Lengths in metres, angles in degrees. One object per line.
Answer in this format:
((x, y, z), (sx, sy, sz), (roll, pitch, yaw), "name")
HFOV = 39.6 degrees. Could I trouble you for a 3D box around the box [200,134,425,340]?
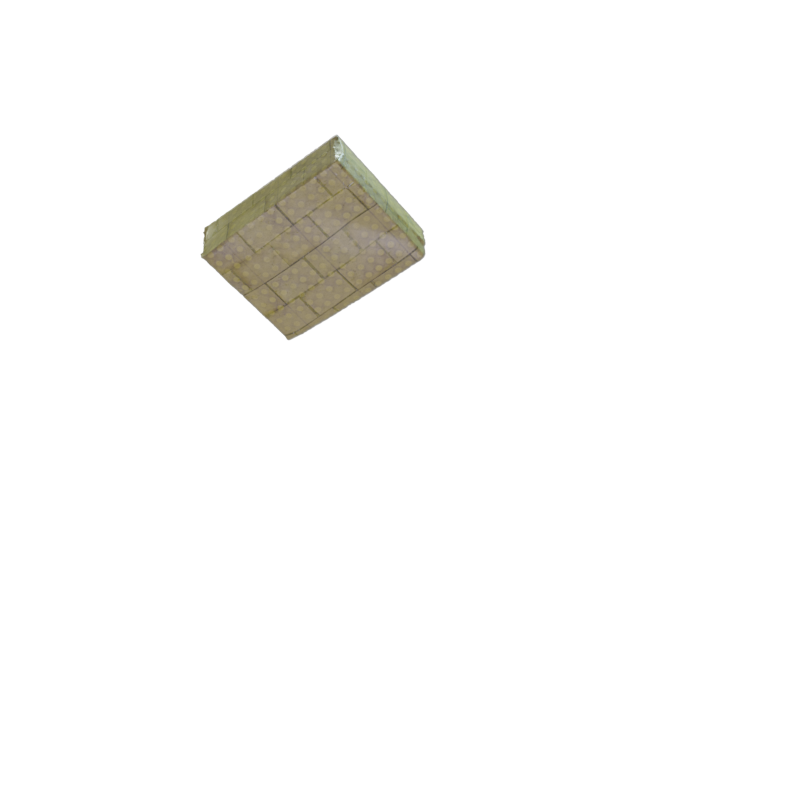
((-0.055, -0.099, 0.697), (0.113, 0.084, 0.041), (-32, 29, 20), "box")
